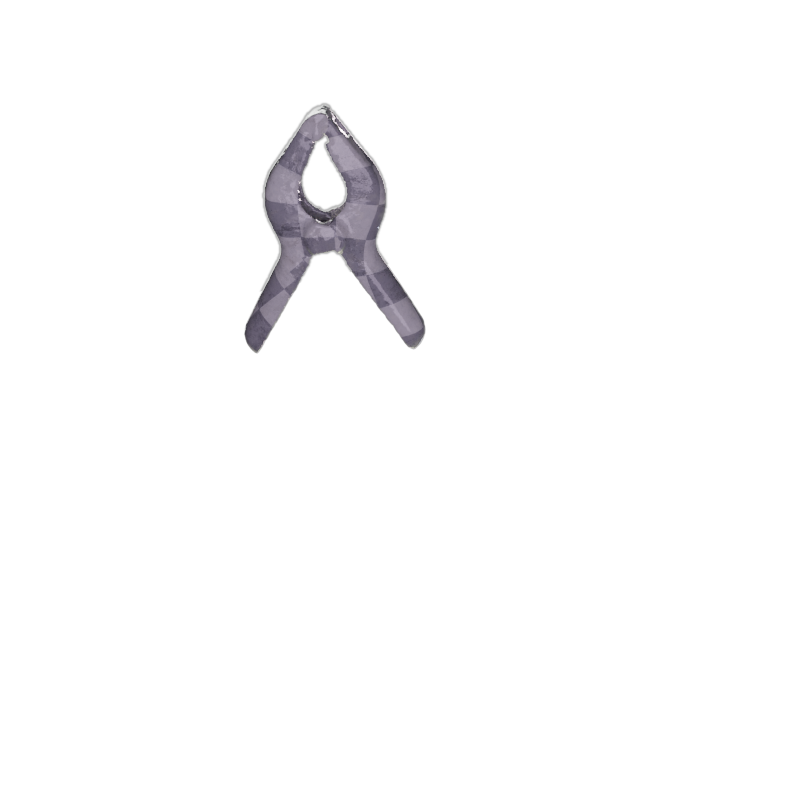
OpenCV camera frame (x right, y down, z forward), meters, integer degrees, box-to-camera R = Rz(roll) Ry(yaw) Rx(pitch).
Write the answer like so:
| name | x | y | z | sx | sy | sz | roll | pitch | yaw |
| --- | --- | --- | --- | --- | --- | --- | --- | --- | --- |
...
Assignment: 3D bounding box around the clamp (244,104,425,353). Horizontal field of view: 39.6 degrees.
| name | x | y | z | sx | sy | sz | roll | pitch | yaw |
| --- | --- | --- | --- | --- | --- | --- | --- | --- | --- |
| clamp | -0.057 | -0.104 | 0.725 | 0.120 | 0.165 | 0.041 | -12 | 16 | 3 |
